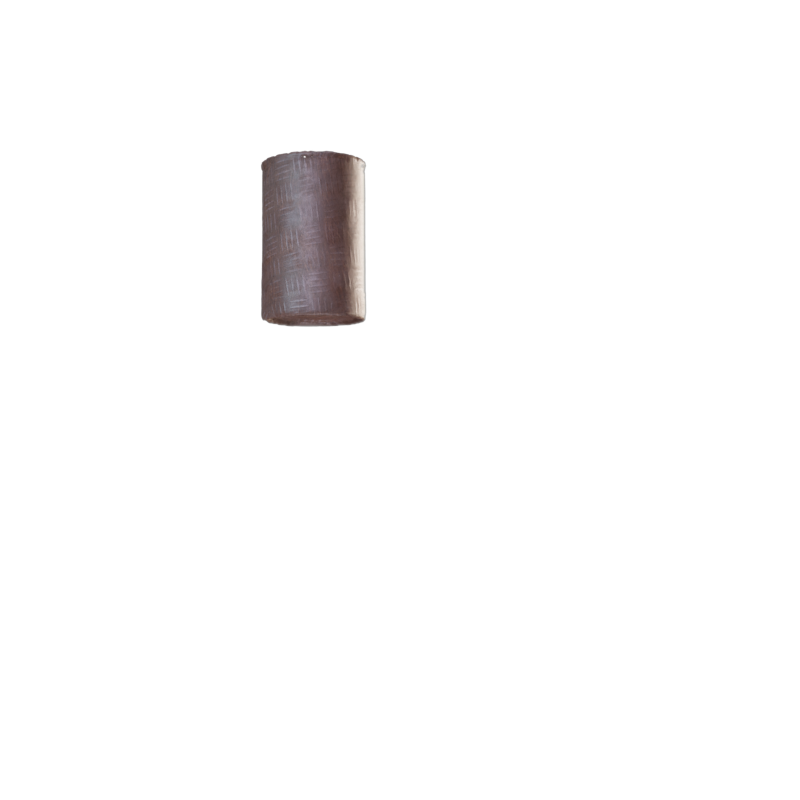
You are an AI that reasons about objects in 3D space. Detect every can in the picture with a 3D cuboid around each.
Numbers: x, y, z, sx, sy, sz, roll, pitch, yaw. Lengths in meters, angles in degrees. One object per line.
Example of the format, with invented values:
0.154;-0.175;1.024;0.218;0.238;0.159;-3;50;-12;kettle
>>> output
-0.055;-0.101;0.707;0.068;0.105;0.067;0;-8;-2;can
